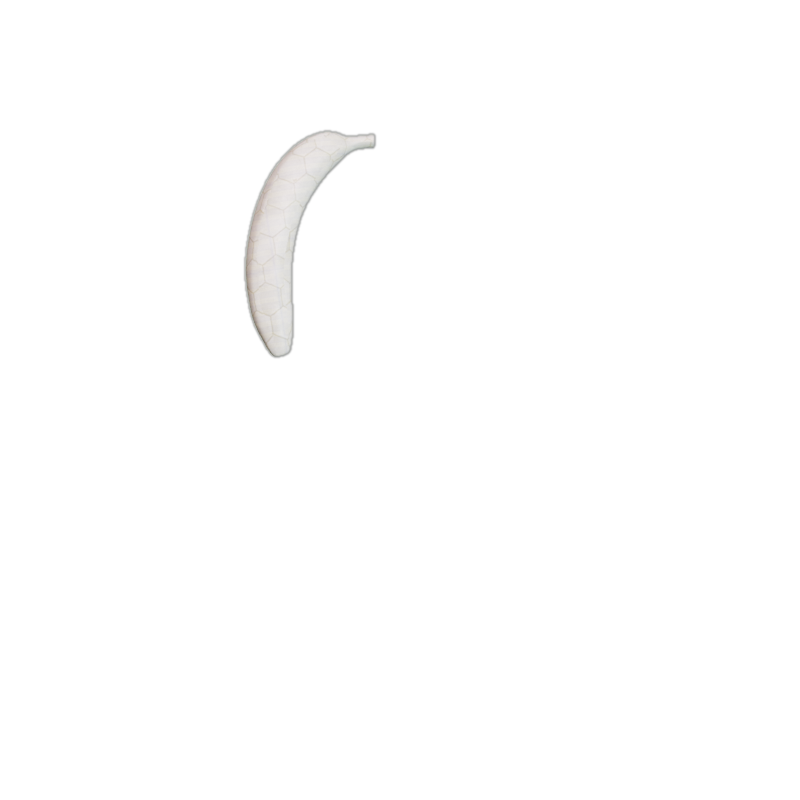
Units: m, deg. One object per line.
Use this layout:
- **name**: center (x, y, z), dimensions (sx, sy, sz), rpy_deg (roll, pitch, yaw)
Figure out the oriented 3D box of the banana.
- **banana**: center (-0.084, -0.136, 0.877), dimensions (0.070, 0.201, 0.036), rpy_deg (21, -10, 2)
